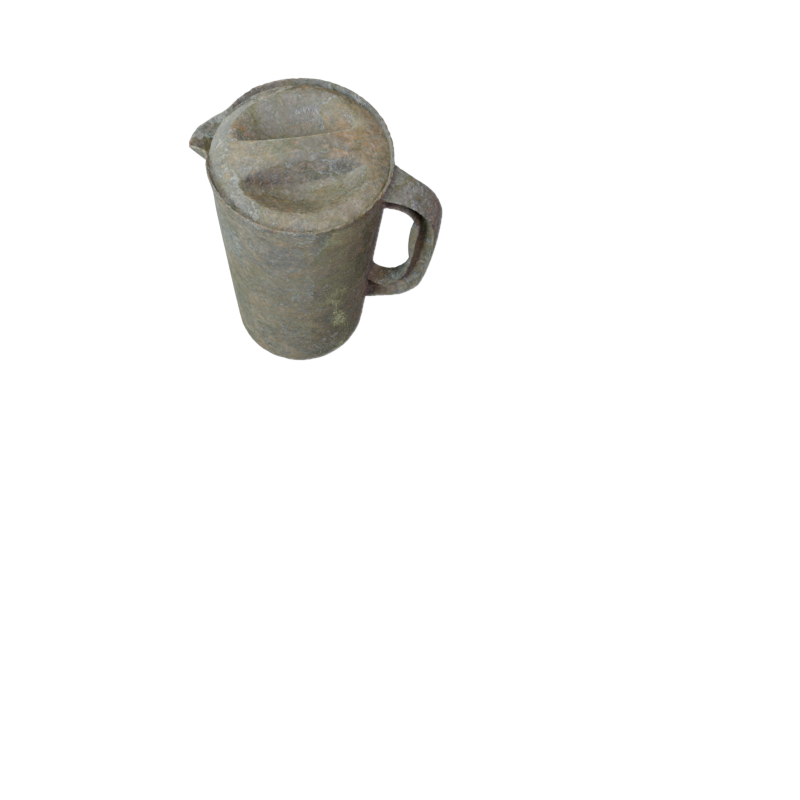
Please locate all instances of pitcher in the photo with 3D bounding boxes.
[{"bbox_3d":[-0.068,-0.124,0.867,0.144,0.158,0.229,-25,-22,-14],"label":"pitcher"}]
